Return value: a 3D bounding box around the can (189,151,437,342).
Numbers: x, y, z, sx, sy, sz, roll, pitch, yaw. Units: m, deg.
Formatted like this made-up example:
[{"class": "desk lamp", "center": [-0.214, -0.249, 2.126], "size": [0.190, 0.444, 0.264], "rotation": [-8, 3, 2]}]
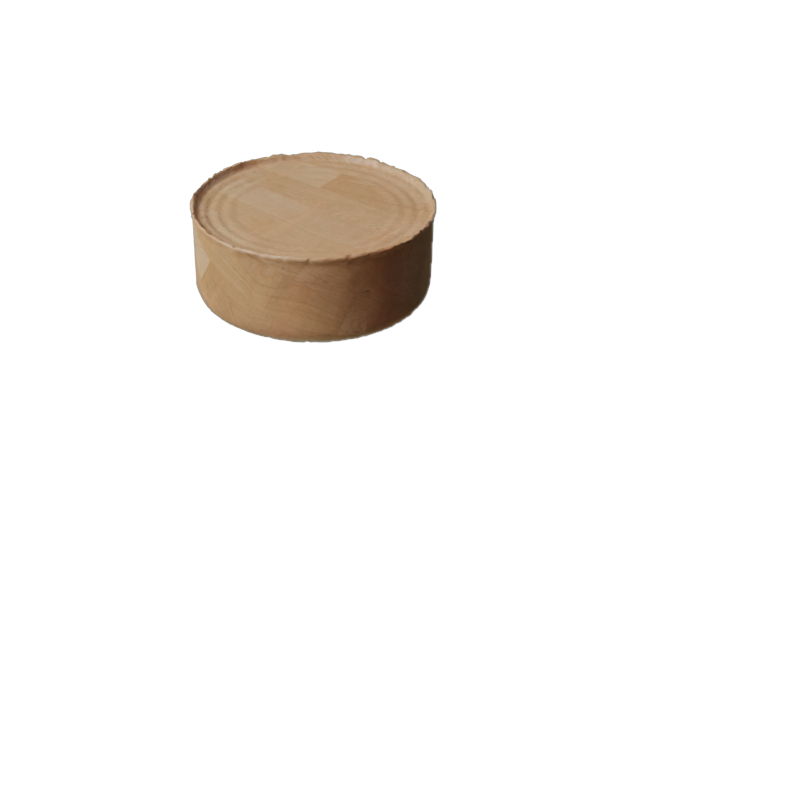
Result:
[{"class": "can", "center": [-0.031, -0.056, 0.393], "size": [0.086, 0.032, 0.091], "rotation": [-1, 33, -2]}]
